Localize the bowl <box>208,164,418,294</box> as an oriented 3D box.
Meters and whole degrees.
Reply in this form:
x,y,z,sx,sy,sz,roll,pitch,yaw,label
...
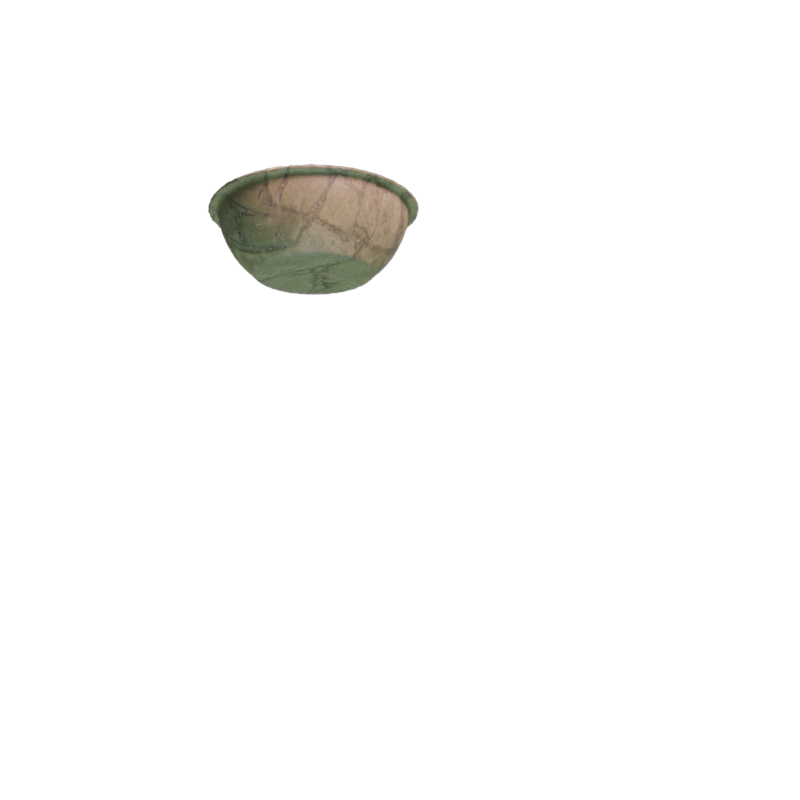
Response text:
x,y,z,sx,sy,sz,roll,pitch,yaw,label
-0.066,-0.121,0.845,0.162,0.057,0.155,0,-16,-2,bowl
